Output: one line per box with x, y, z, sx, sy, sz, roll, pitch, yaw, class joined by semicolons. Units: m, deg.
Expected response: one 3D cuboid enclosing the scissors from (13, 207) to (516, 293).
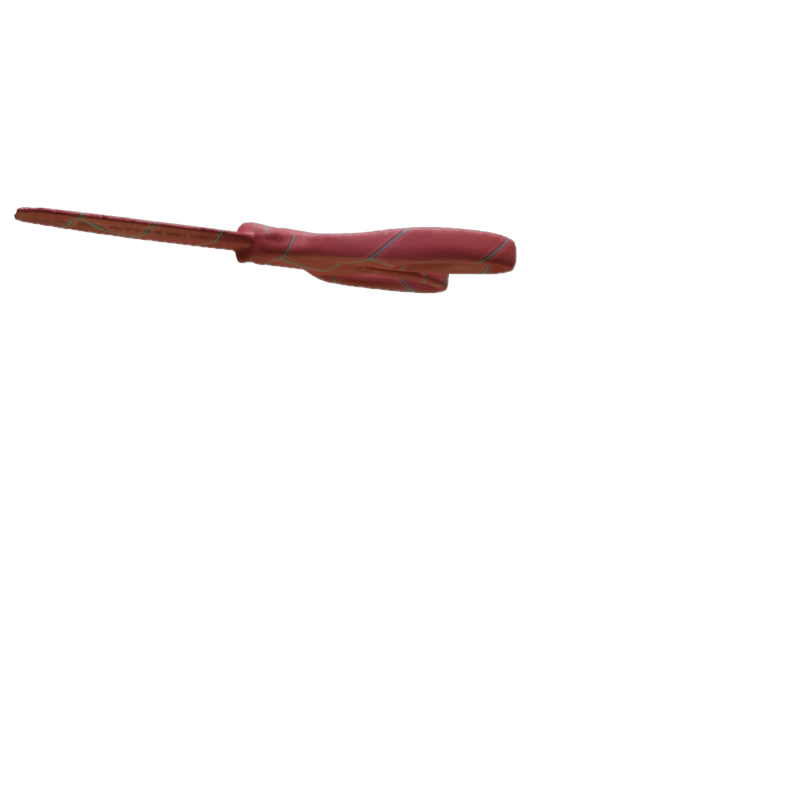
-0.033;-0.060;0.418;0.099;0.016;0.192;-2;-4;38;scissors
